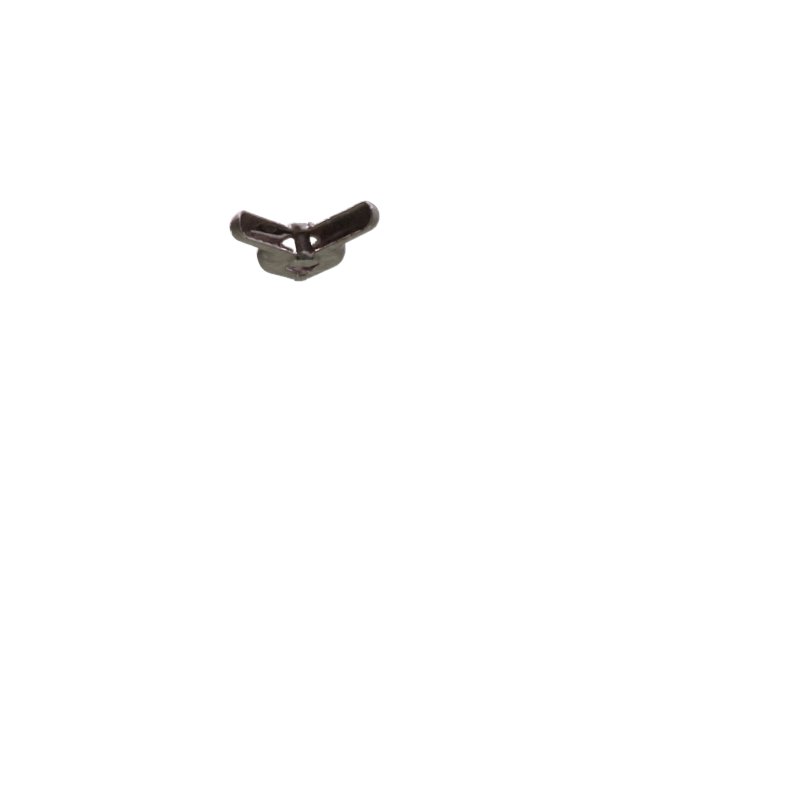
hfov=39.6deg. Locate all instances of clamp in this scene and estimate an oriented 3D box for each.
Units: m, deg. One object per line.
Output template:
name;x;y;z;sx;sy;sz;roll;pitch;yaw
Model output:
clamp;-0.075;-0.137;0.959;0.121;0.040;0.167;0;-5;3
